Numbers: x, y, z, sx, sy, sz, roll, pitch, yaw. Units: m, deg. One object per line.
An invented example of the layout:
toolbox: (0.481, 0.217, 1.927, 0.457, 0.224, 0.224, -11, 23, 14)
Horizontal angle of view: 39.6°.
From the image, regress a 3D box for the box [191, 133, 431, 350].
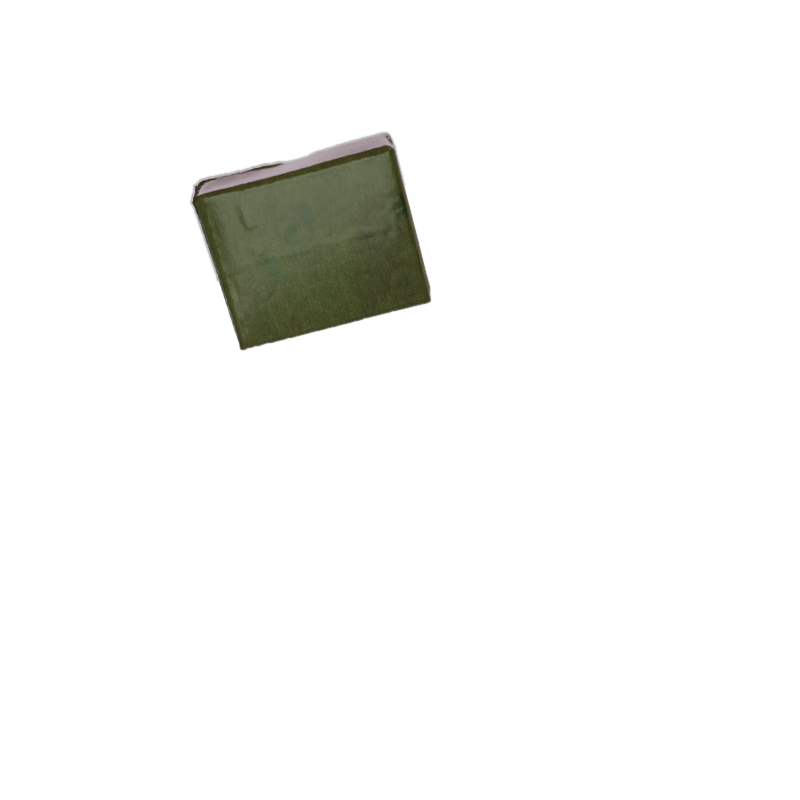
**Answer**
box: (-0.038, -0.069, 0.484, 0.089, 0.070, 0.032, -14, 21, 5)
